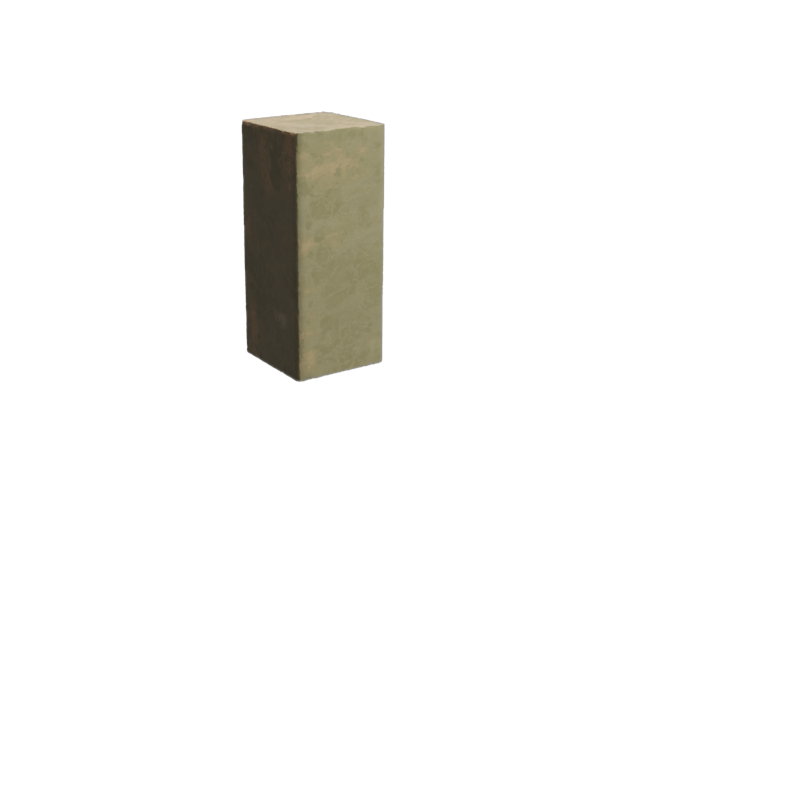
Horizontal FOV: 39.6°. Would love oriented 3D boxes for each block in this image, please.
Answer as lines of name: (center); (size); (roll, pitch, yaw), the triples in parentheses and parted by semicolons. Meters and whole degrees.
block: (-0.074, -0.134, 0.939); (0.088, 0.199, 0.096); (-11, 20, -34)
